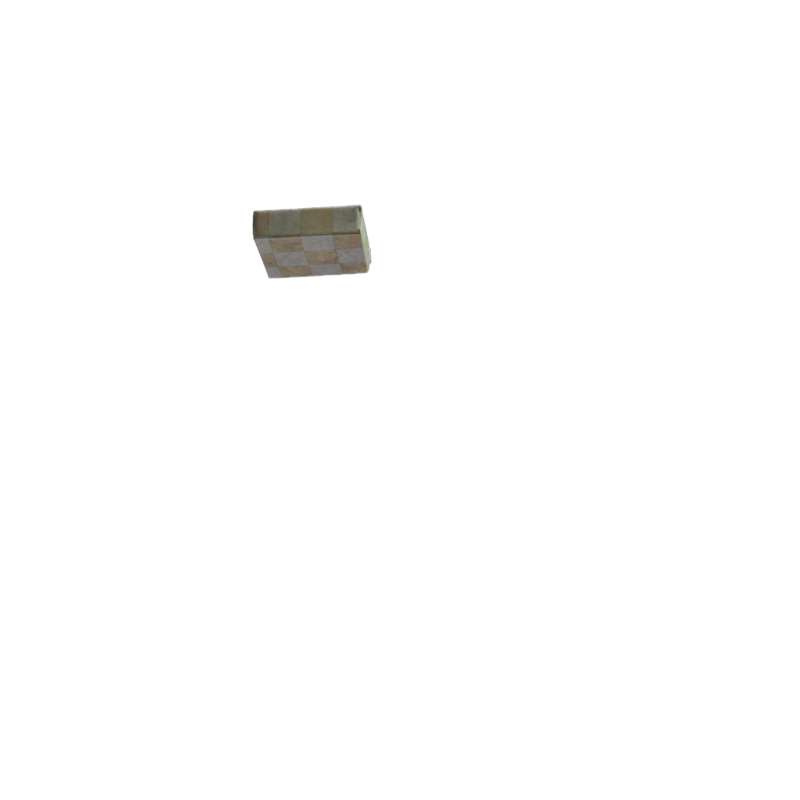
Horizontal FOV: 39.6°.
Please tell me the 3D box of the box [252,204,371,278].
[{"bbox_3d":[-0.071,-0.130,0.908,0.090,0.032,0.069,-3,-22,6],"label":"box"}]
